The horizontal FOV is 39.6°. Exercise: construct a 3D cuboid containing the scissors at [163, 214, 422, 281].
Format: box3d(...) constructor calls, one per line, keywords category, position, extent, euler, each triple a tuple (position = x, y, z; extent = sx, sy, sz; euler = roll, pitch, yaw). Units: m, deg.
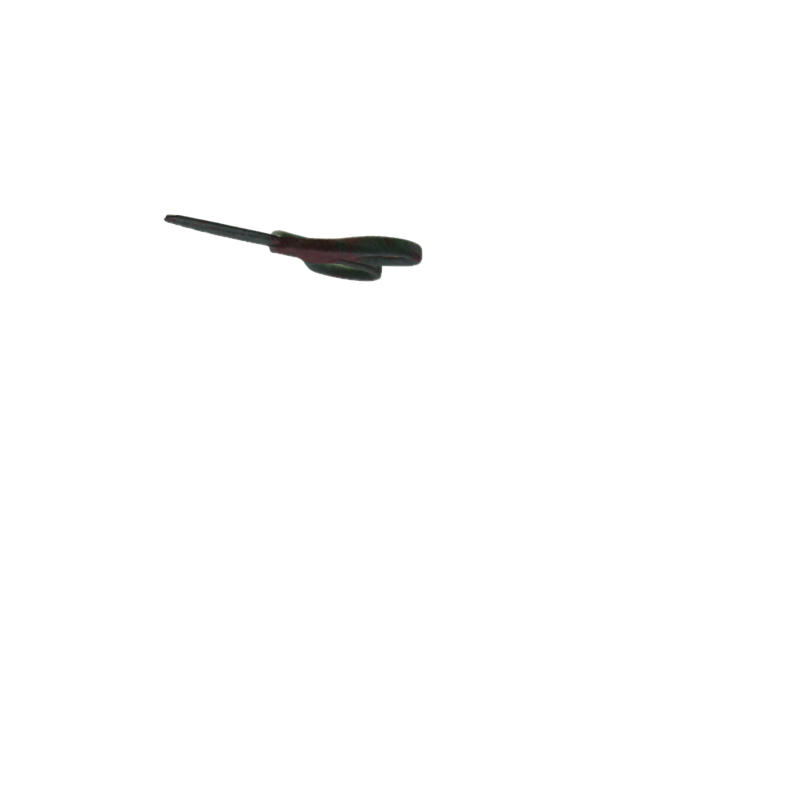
box3d(category="scissors", position=(-0.059, -0.108, 0.759), extent=(0.099, 0.016, 0.191), euler=(-4, -8, 31))
